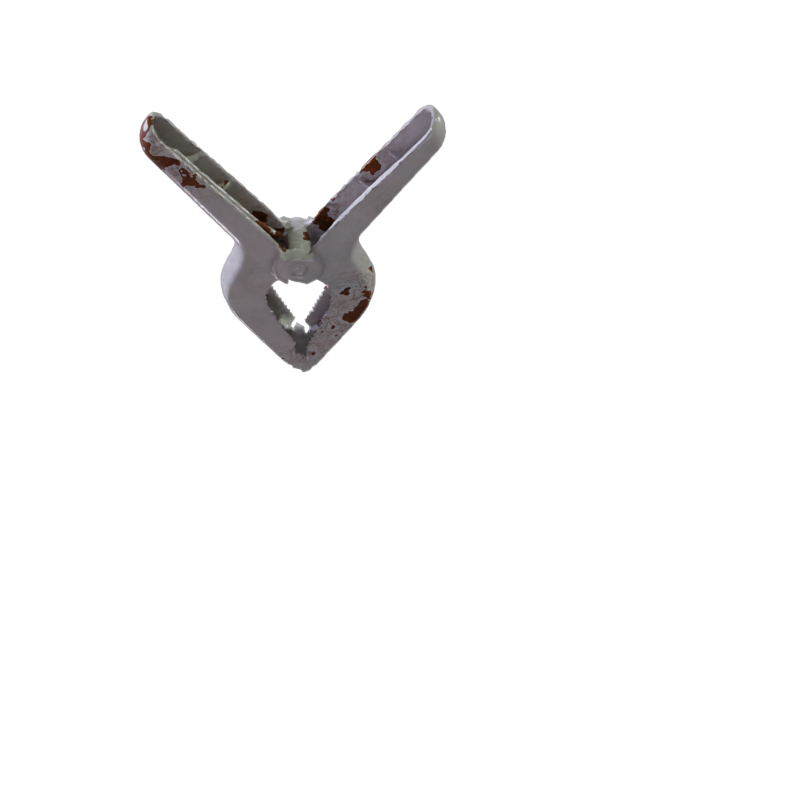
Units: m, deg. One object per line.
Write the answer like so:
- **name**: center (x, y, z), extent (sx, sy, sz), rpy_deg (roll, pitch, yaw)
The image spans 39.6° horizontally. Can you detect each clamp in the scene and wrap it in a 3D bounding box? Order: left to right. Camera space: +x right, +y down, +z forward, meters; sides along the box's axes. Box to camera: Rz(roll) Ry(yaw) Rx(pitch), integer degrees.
- **clamp**: center (-0.052, -0.094, 0.658), extent (0.165, 0.039, 0.194), rpy_deg (-4, -41, 4)
